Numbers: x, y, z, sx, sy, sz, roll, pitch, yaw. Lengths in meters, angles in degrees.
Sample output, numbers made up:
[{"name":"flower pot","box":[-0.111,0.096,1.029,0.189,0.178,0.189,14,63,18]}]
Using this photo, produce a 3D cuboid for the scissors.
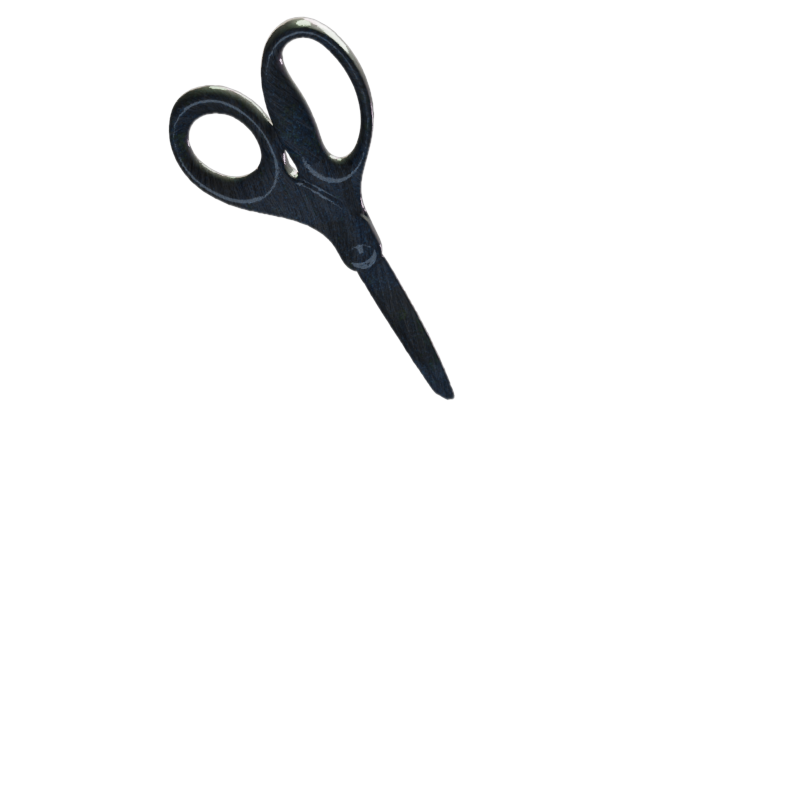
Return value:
[{"name":"scissors","box":[-0.039,-0.071,0.495,0.097,0.188,0.017,-10,31,6]}]
